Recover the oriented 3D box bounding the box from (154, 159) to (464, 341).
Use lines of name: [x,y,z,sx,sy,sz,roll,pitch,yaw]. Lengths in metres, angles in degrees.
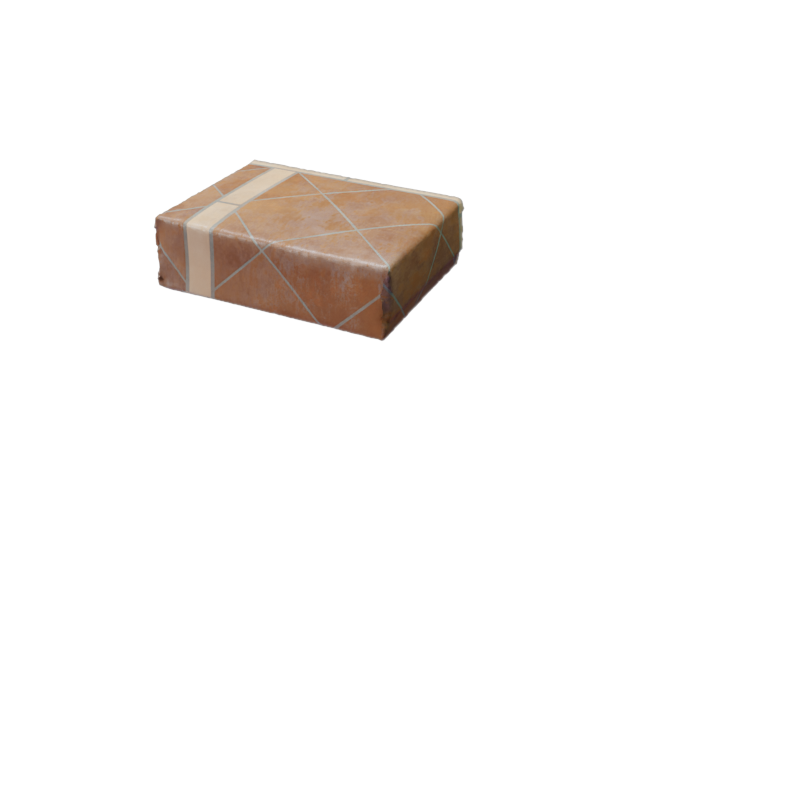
box: [-0.039,-0.071,0.497,0.118,0.037,0.091,12,29,22]
